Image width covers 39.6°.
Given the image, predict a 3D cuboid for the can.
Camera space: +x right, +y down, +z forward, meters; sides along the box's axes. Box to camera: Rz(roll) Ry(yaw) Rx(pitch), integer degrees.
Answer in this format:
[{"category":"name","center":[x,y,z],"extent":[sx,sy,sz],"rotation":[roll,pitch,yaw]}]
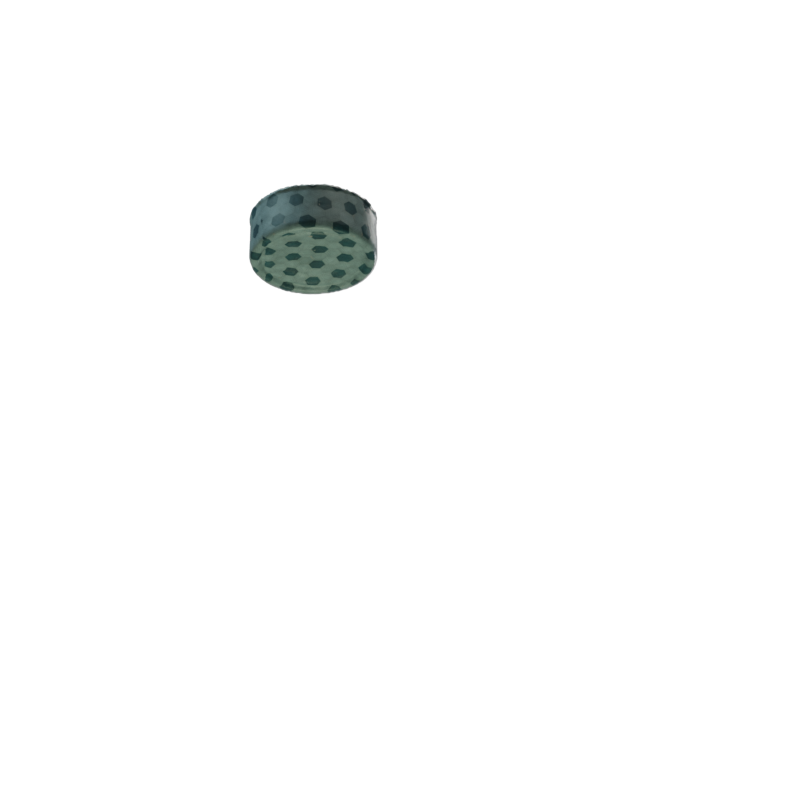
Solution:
[{"category":"can","center":[-0.058,-0.105,0.735],"extent":[0.086,0.036,0.081],"rotation":[1,-28,-2]}]
